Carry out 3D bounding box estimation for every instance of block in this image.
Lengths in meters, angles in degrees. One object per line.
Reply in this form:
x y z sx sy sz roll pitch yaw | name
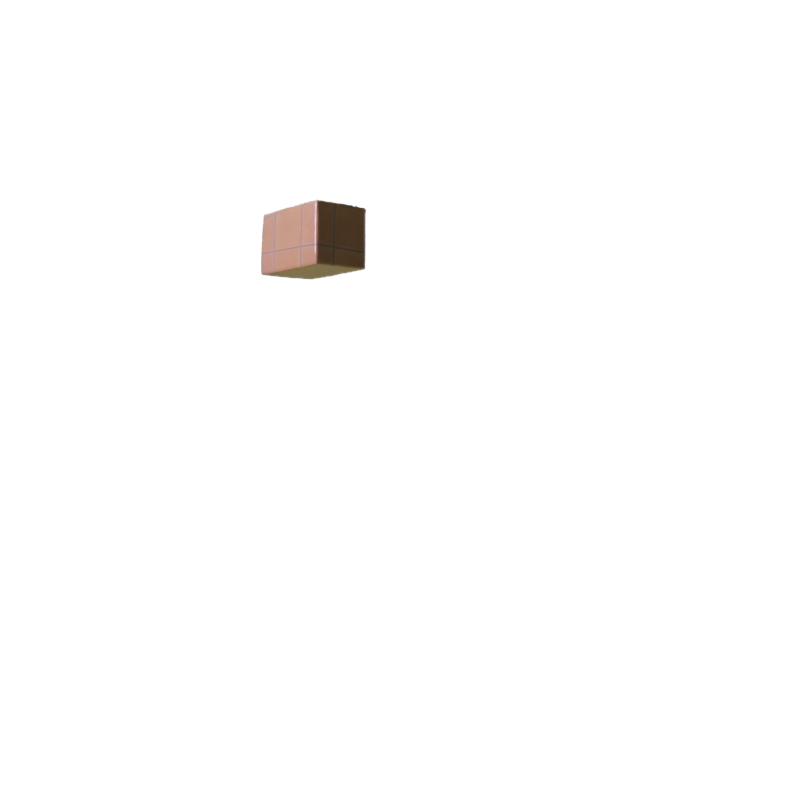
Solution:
-0.071 -0.130 0.909 0.050 0.052 0.080 5 -7 -40 | block
